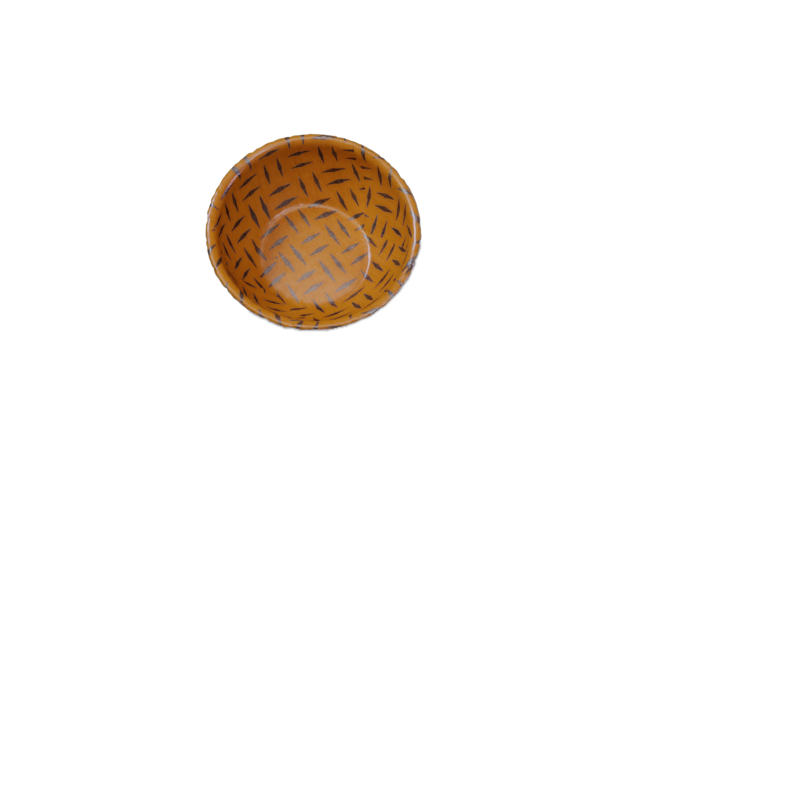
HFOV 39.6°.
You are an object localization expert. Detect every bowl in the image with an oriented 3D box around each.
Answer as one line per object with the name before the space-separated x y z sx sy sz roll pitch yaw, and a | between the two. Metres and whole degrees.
bowl | -0.067 -0.122 0.853 0.162 0.170 0.052 -1 -22 -1
